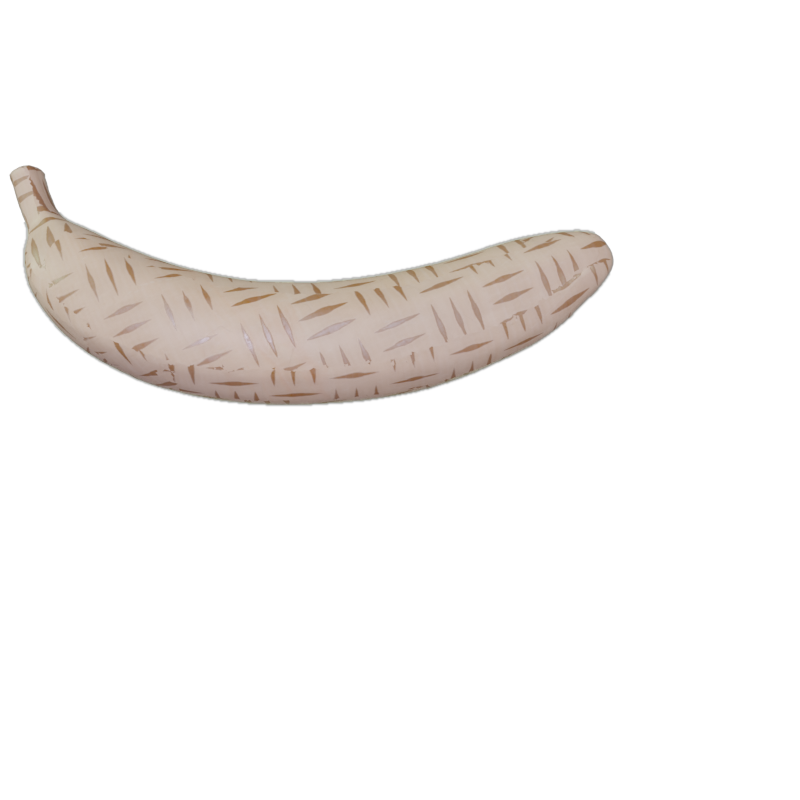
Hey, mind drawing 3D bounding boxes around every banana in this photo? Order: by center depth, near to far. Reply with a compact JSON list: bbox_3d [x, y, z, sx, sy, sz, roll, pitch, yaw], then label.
[{"bbox_3d":[-0.033,-0.032,0.345,0.198,0.072,0.036,8,-12,2],"label":"banana"}]
